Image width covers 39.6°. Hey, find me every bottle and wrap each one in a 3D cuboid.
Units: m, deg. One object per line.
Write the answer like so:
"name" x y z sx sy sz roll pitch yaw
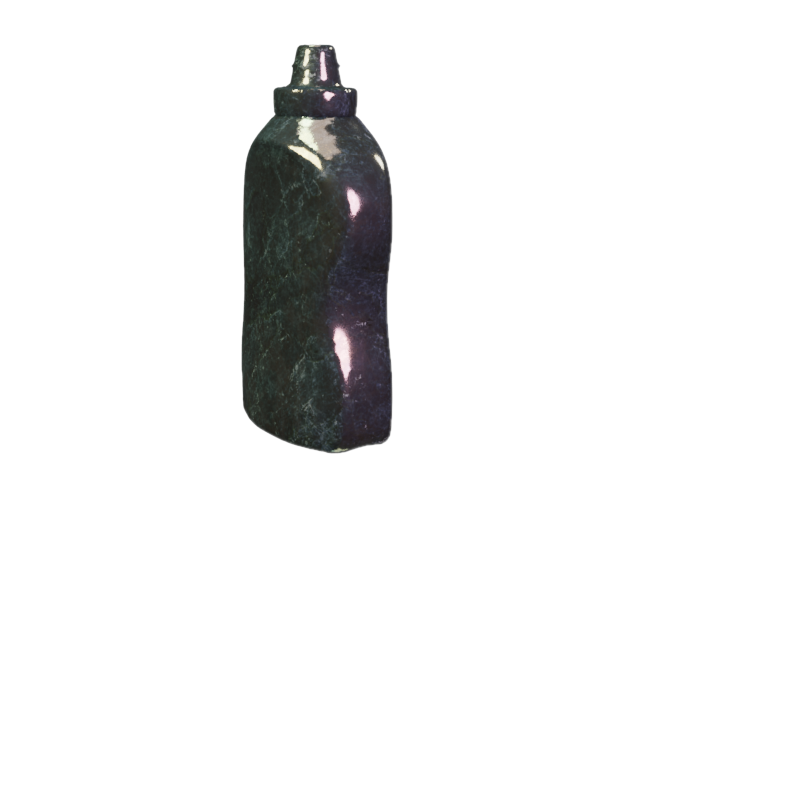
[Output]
"bottle" -0.043 -0.078 0.549 0.057 0.187 0.101 -6 13 -33
